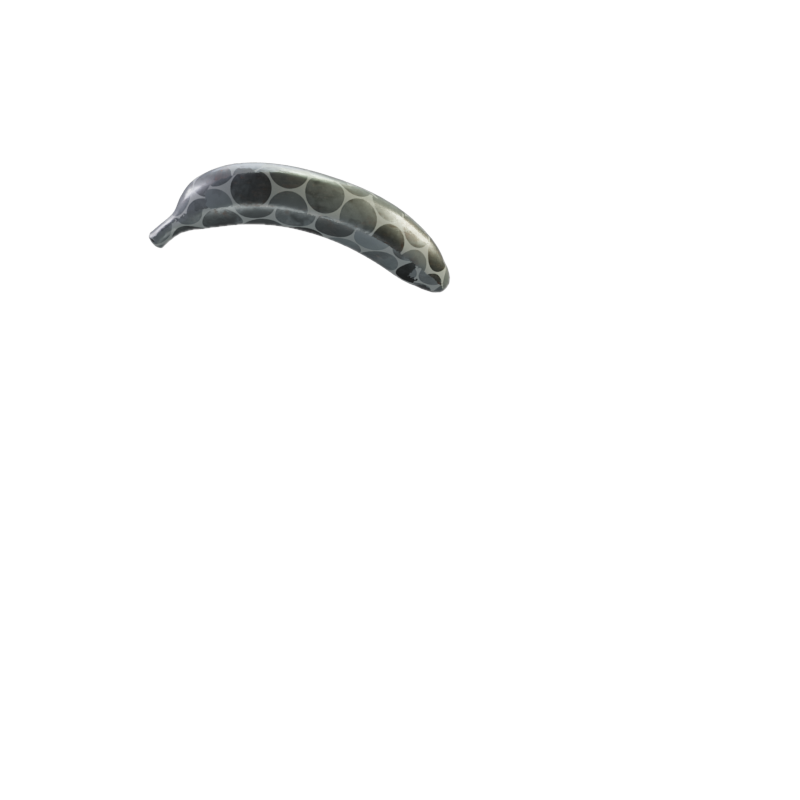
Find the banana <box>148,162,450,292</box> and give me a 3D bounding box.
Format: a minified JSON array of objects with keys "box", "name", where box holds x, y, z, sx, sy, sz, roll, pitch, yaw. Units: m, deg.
[{"box":[-0.053,-0.112,0.693,0.193,0.039,0.066,10,-39,-13],"name":"banana"}]
